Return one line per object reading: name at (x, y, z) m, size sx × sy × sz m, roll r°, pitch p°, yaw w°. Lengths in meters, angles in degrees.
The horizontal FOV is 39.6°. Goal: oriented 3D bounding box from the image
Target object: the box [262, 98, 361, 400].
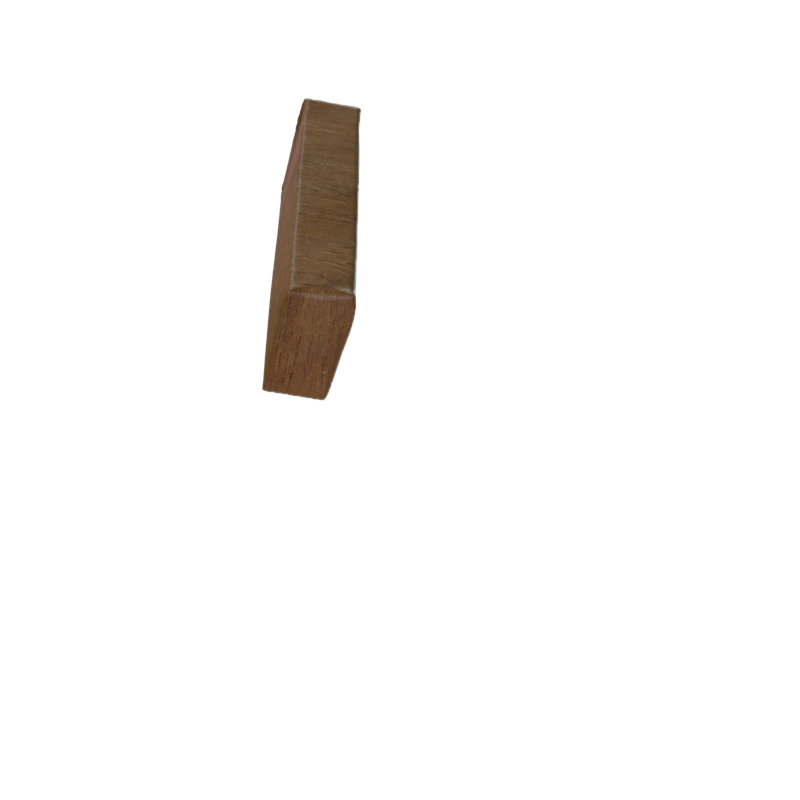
box at (-0.055, -0.099, 0.695) m, size 0.047 × 0.189 × 0.088 m, roll 8°, pitch -43°, yaw -12°
